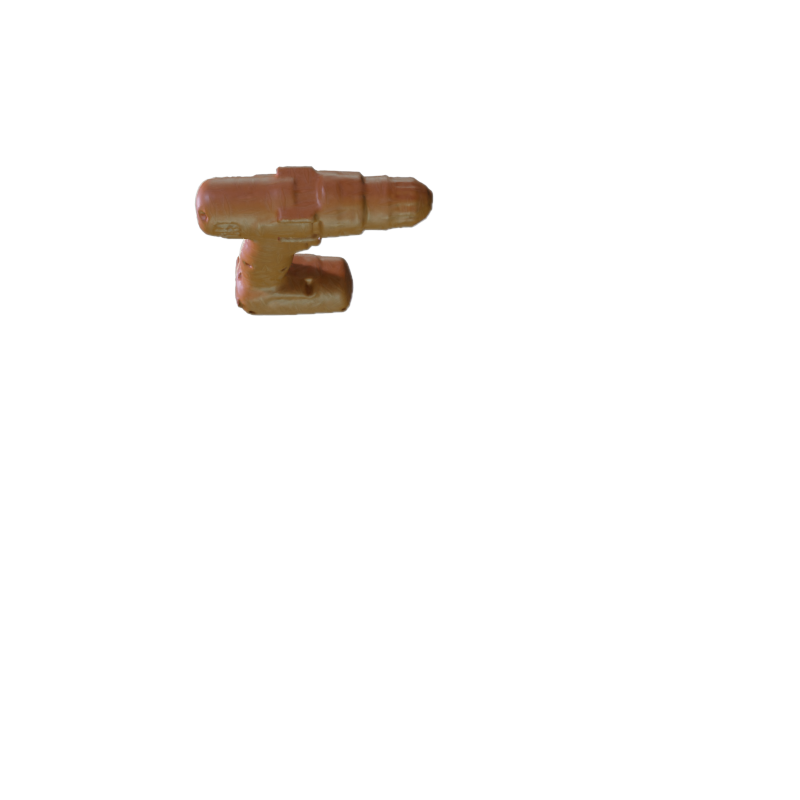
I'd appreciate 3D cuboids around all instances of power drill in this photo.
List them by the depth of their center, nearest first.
[{"bbox_3d":[-0.072,-0.132,0.923,0.184,0.061,0.178,1,-21,-3],"label":"power drill"}]
